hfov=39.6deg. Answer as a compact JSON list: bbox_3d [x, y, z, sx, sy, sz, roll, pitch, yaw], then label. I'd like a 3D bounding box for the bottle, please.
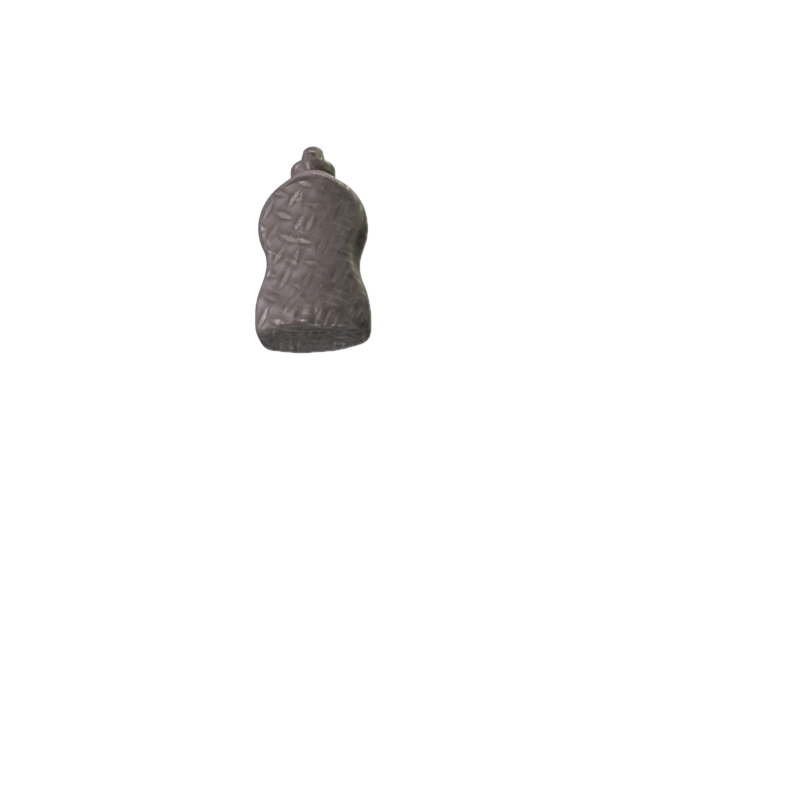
[{"bbox_3d":[-0.076,-0.138,0.968,0.097,0.204,0.054,-6,-29,8],"label":"bottle"}]
